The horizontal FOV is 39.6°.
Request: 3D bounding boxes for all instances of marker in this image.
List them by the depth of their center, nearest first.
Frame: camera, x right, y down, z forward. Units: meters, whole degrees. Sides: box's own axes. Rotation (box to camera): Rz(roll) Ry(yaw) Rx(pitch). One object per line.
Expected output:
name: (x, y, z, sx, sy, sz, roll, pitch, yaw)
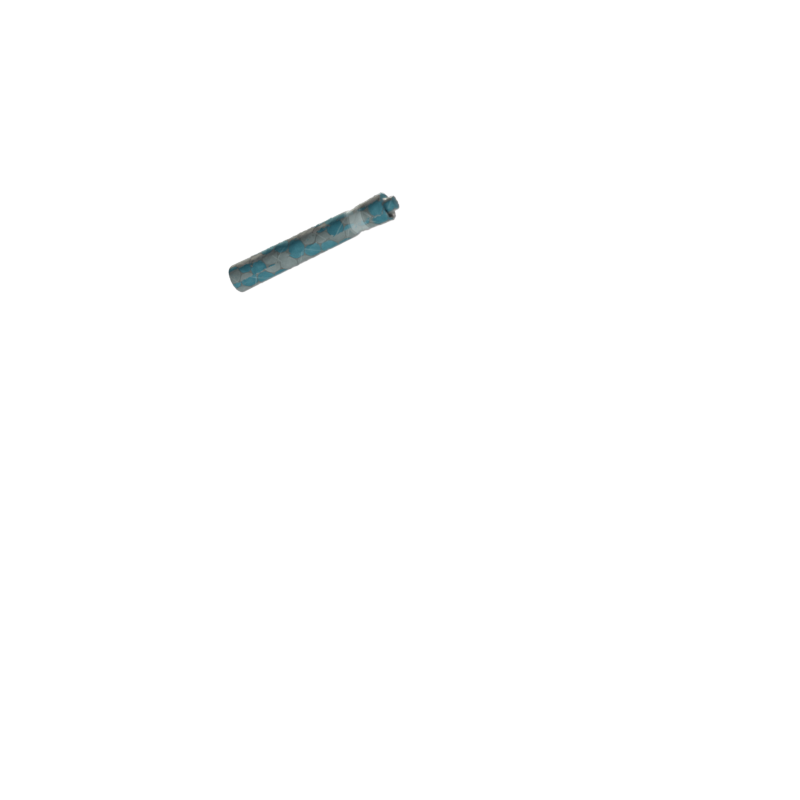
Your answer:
marker: (-0.054, -0.099, 0.696, 0.121, 0.020, 0.019, -22, -5, 23)
